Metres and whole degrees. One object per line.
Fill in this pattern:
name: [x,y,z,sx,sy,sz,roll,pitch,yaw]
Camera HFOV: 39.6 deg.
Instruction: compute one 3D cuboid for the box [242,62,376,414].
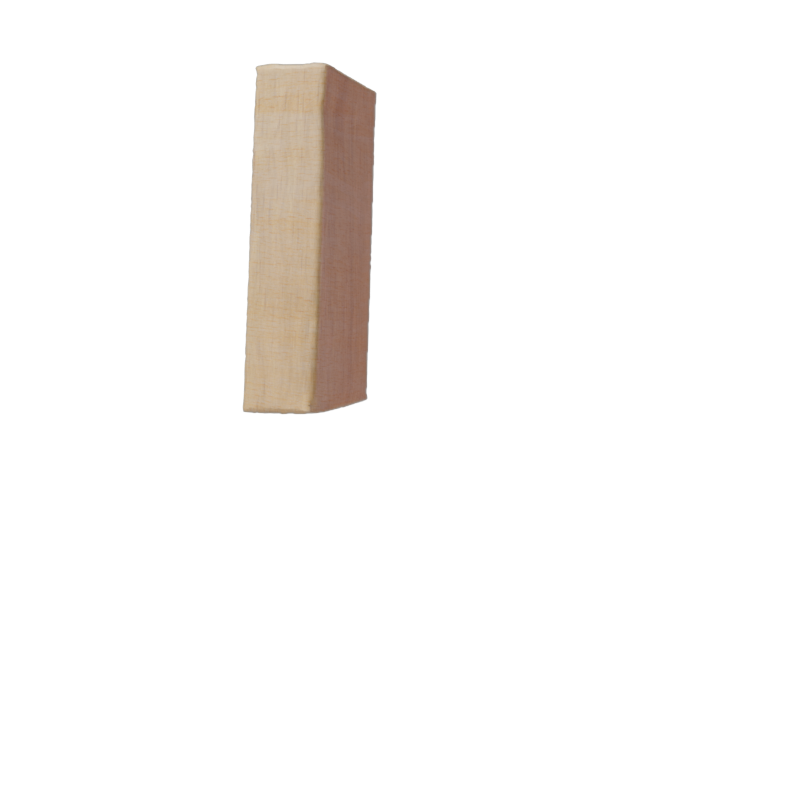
box: [-0.047,-0.085,0.592,0.049,0.177,0.091,-1,-1,16]
